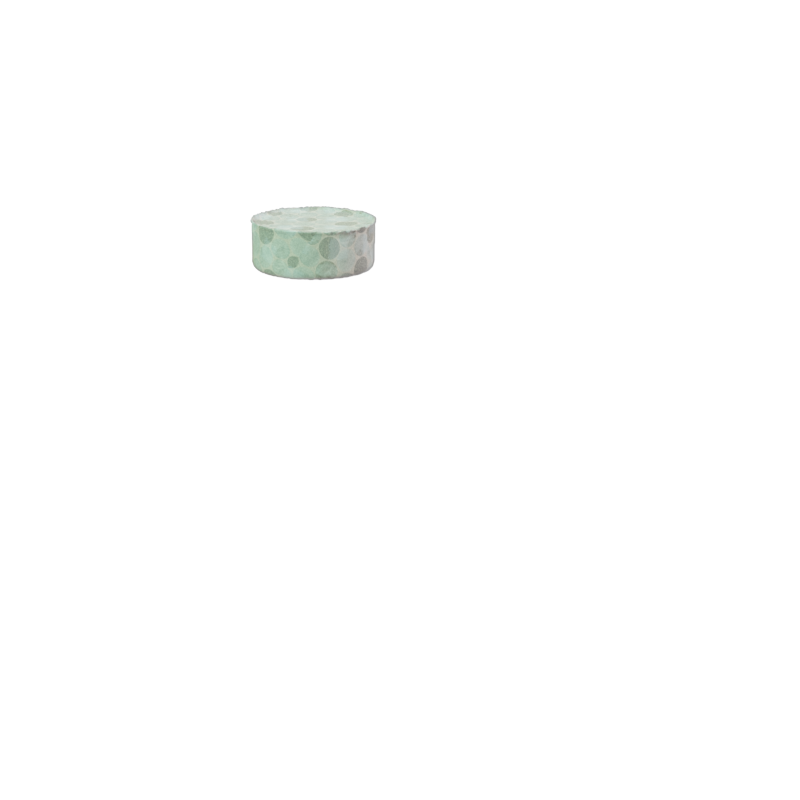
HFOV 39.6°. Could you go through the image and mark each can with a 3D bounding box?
[{"bbox_3d":[-0.060,-0.109,0.760,0.086,0.032,0.089,-1,19,-2],"label":"can"}]
